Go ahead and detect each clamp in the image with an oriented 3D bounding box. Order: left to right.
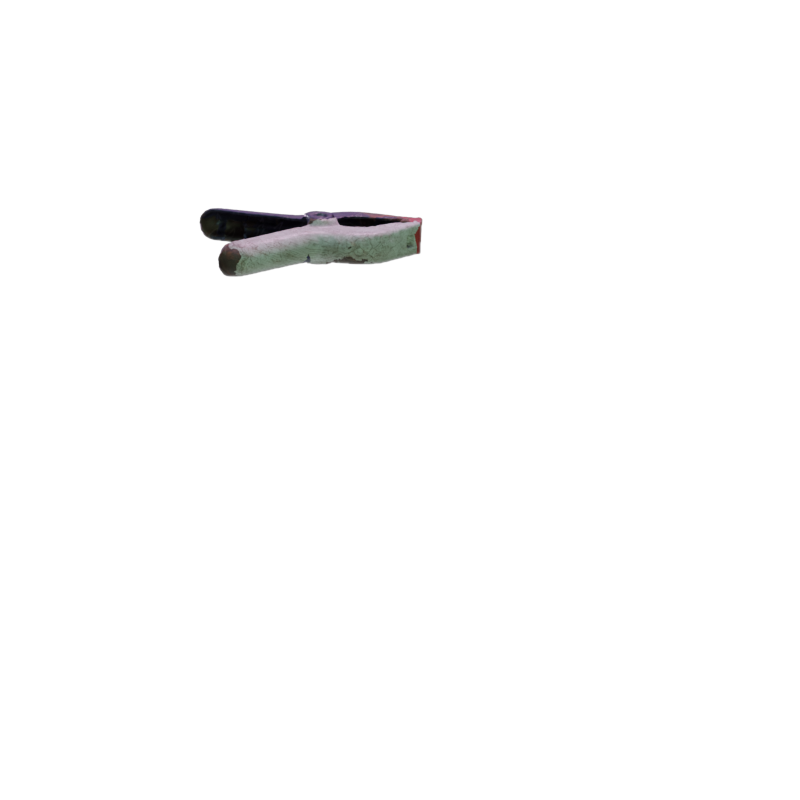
[{"bbox_3d":[-0.065,-0.118,0.825,0.170,0.037,0.127,-2,28,-5],"label":"clamp"}]
